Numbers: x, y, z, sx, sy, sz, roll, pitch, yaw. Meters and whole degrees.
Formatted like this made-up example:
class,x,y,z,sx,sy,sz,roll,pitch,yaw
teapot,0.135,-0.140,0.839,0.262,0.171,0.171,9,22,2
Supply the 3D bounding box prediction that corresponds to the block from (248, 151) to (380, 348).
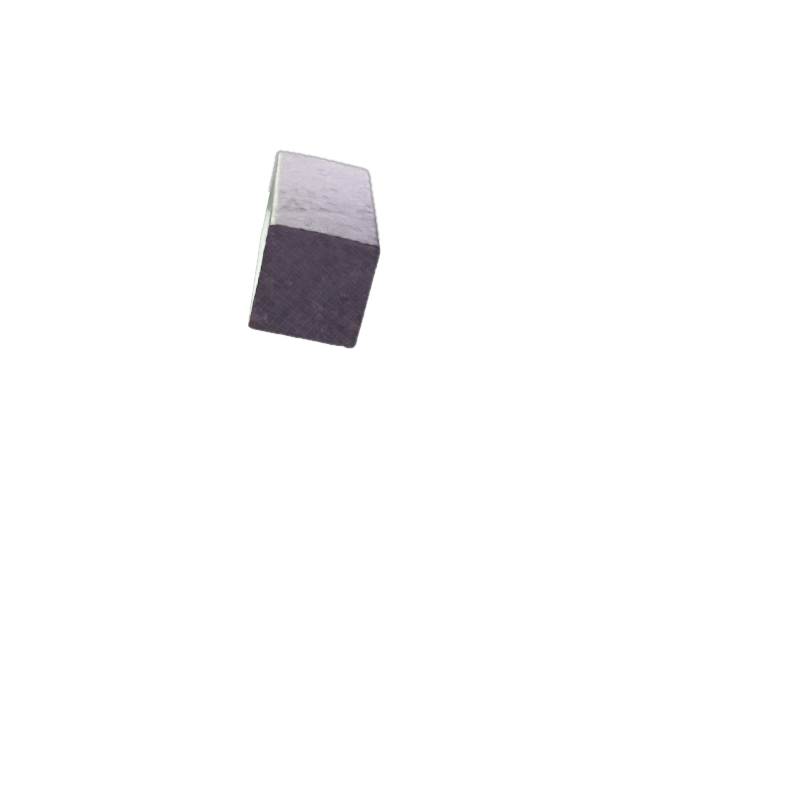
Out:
class,x,y,z,sx,sy,sz,roll,pitch,yaw
block,-0.074,-0.136,0.952,0.089,0.087,0.217,11,25,-9
